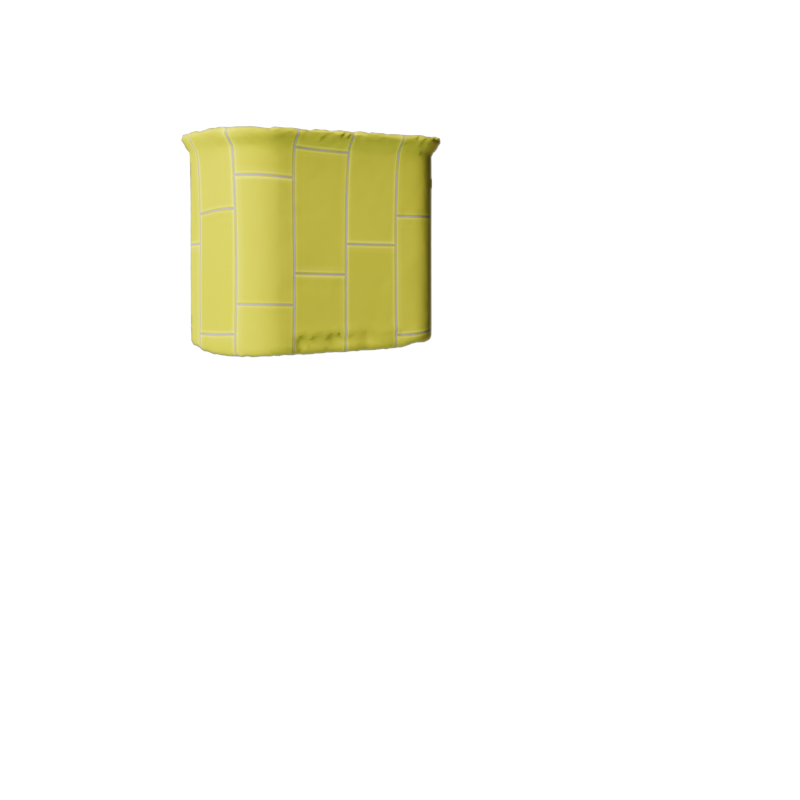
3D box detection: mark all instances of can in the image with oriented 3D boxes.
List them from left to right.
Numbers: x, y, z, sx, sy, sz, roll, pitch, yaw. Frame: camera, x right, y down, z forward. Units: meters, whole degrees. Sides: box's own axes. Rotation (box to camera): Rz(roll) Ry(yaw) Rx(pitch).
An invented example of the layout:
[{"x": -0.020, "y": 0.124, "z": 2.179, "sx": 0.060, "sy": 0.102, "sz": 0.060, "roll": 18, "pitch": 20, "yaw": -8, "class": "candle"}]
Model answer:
[{"x": -0.035, "y": -0.063, "z": 0.440, "sx": 0.098, "sy": 0.084, "sz": 0.060, "roll": -3, "pitch": 4, "yaw": -33, "class": "can"}]
